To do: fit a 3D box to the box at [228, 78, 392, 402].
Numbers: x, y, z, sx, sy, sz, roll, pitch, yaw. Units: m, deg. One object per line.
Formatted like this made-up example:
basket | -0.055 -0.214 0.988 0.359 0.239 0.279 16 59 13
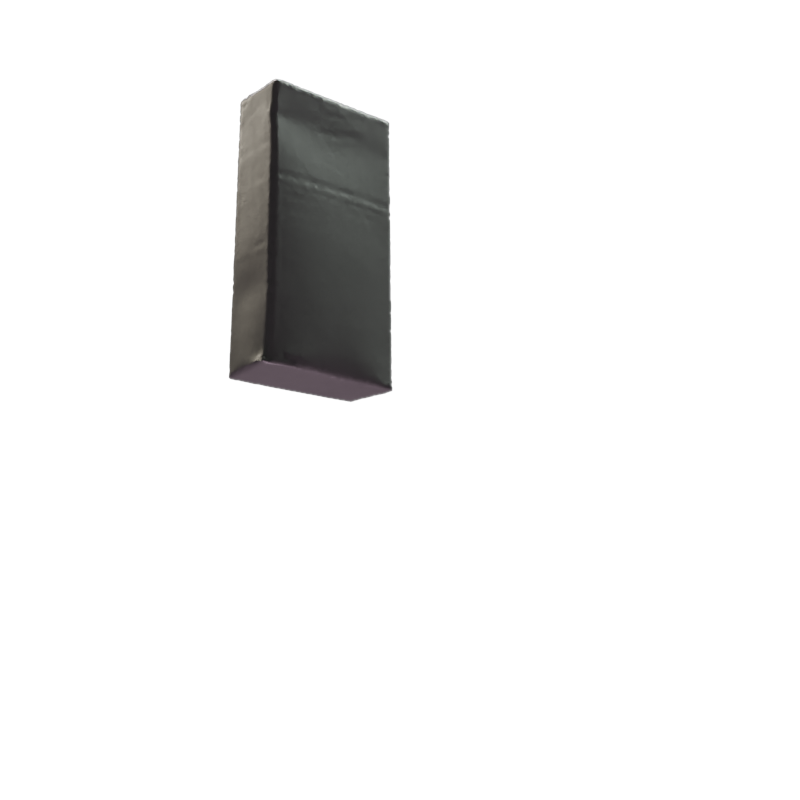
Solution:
box | -0.052 -0.095 0.663 0.088 0.185 0.048 15 -27 -37
